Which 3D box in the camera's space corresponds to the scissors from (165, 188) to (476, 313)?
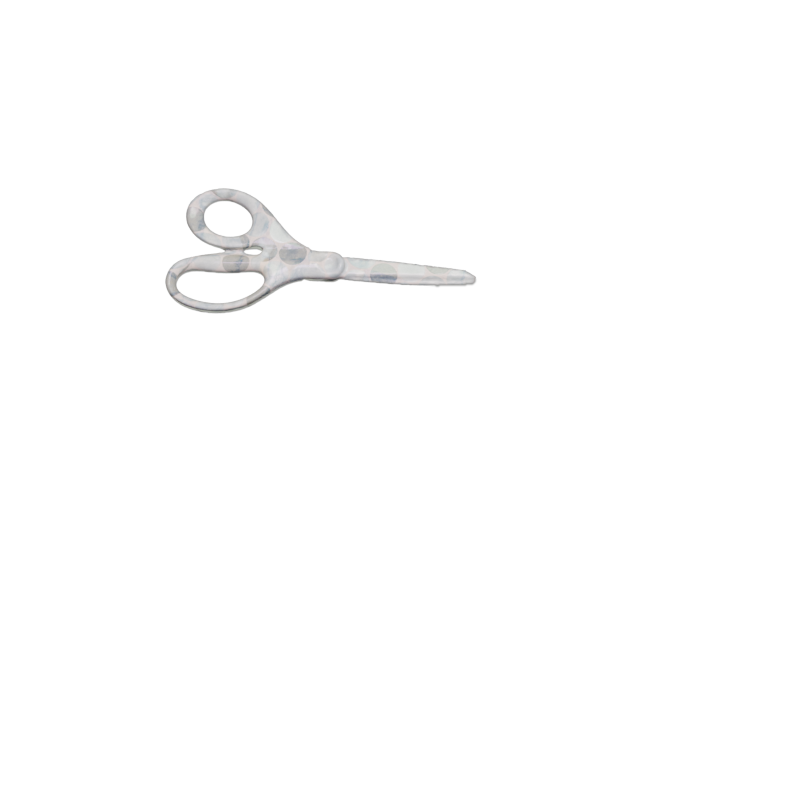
[{"bbox_3d":[-0.058,-0.106,0.742,0.201,0.101,0.015,-10,-21,-4],"label":"scissors"}]
